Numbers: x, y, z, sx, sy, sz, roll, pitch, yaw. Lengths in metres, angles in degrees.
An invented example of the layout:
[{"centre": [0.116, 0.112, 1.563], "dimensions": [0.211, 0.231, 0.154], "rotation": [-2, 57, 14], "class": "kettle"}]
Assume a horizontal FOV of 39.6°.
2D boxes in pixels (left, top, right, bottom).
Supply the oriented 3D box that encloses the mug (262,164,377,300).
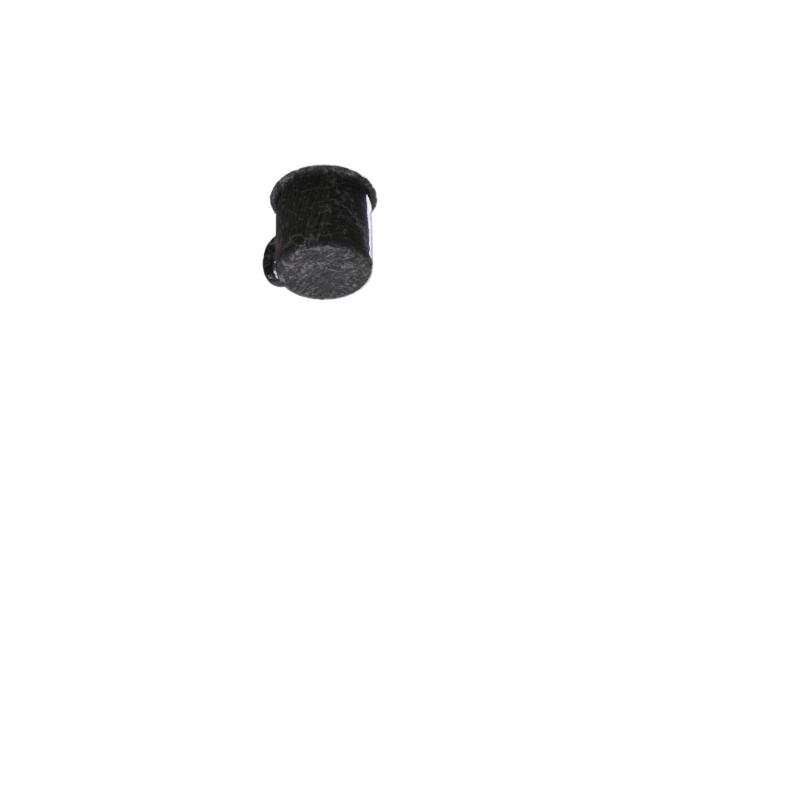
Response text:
[{"centre": [-0.074, -0.135, 0.944], "dimensions": [0.117, 0.087, 0.087], "rotation": [-24, -39, 32], "class": "mug"}]
